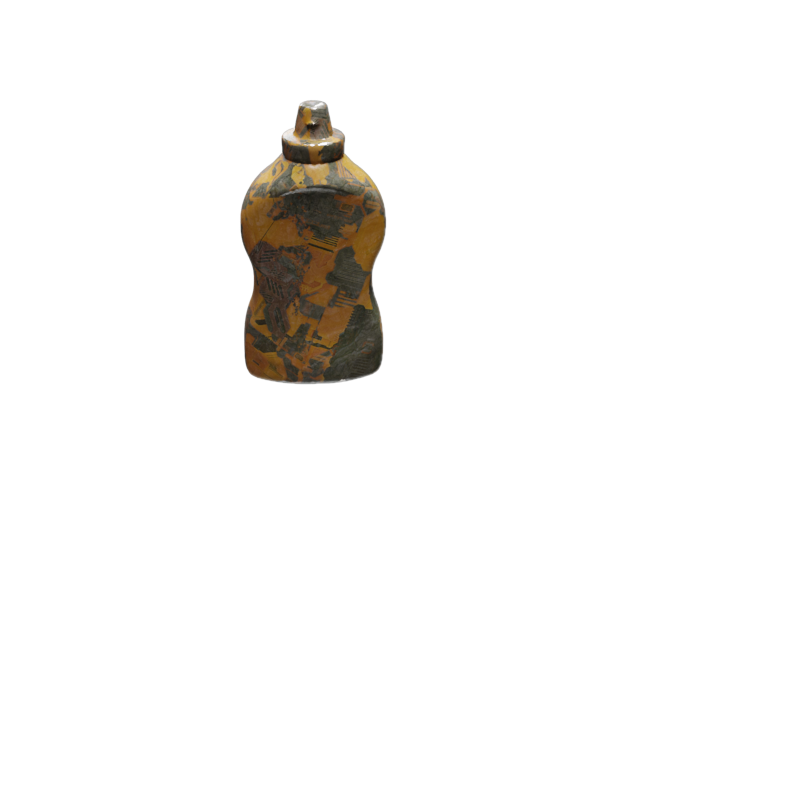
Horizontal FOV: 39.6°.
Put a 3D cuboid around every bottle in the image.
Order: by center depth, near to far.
[{"bbox_3d":[-0.058,-0.105,0.739,0.096,0.182,0.062,0,26,-2],"label":"bottle"}]
